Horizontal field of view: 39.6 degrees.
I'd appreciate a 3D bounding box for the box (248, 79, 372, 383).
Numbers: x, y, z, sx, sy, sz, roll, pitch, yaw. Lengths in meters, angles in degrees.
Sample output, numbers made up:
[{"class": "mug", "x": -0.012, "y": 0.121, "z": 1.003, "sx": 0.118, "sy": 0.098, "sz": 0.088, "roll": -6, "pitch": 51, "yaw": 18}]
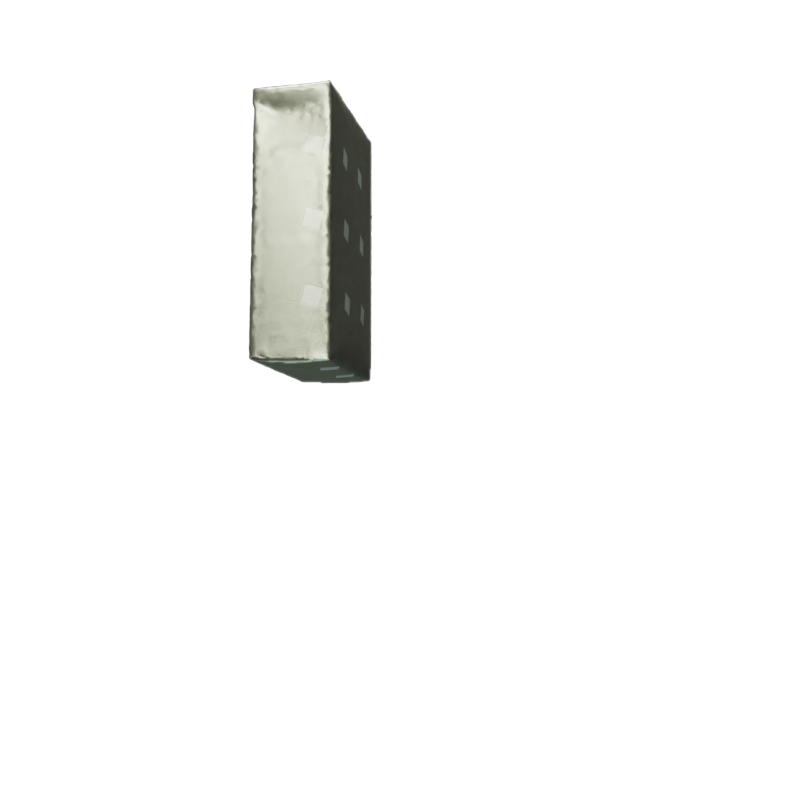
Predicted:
[{"class": "box", "x": -0.070, "y": -0.127, "z": 0.890, "sx": 0.073, "sy": 0.220, "sz": 0.158, "roll": -3, "pitch": -10, "yaw": 10}]
